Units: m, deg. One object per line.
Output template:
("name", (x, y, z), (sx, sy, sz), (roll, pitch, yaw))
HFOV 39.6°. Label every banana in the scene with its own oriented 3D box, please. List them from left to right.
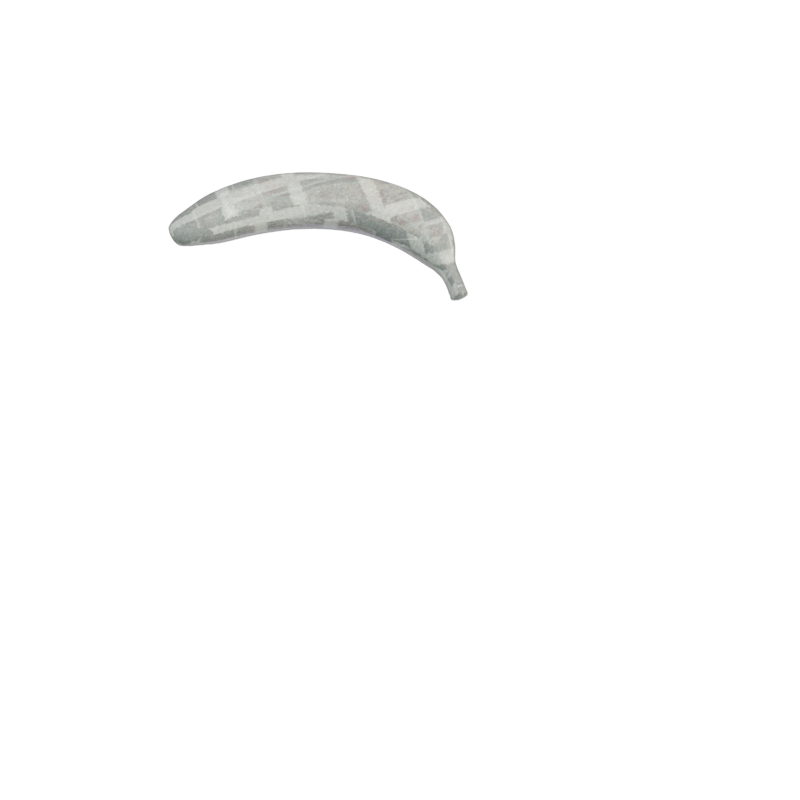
("banana", (-0.049, -0.118, 0.723), (0.200, 0.073, 0.034), (11, -30, 6))
